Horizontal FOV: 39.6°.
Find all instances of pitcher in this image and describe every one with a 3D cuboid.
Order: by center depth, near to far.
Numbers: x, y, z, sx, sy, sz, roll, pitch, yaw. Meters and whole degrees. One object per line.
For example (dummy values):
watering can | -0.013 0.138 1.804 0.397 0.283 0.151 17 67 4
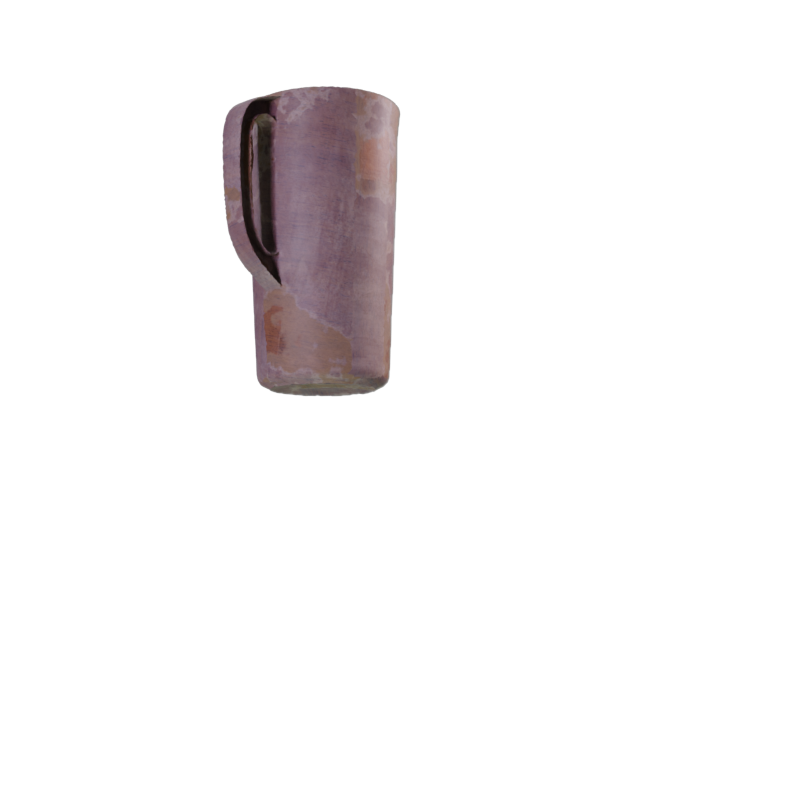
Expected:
pitcher | -0.072 -0.131 0.916 0.148 0.251 0.141 0 -12 -5
